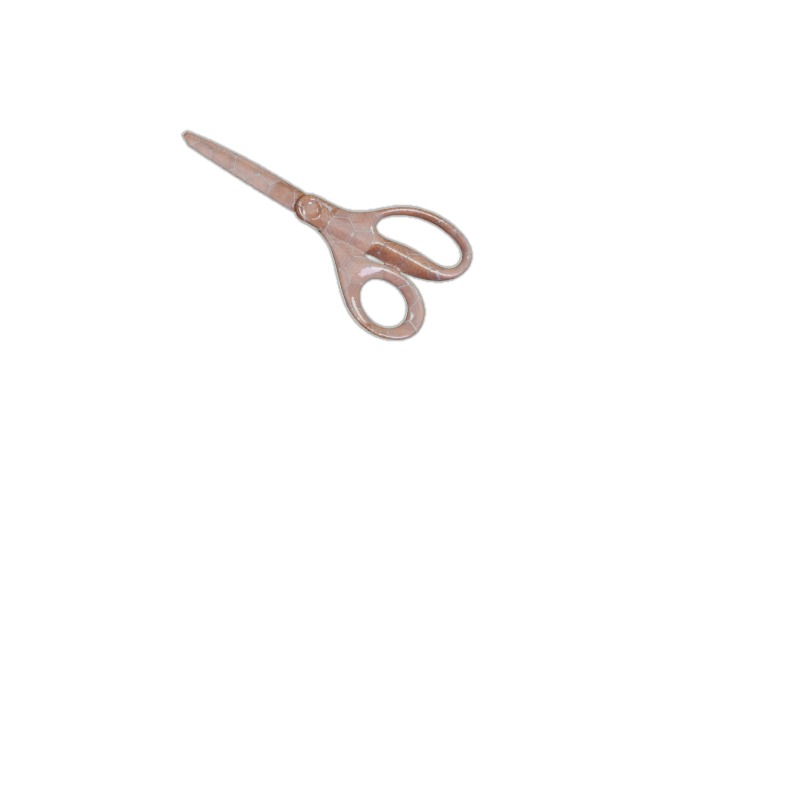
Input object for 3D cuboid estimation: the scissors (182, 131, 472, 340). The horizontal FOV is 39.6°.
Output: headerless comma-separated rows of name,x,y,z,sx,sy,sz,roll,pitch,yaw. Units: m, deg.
scissors,-0.056,-0.102,0.714,0.202,0.098,0.015,16,-8,2
